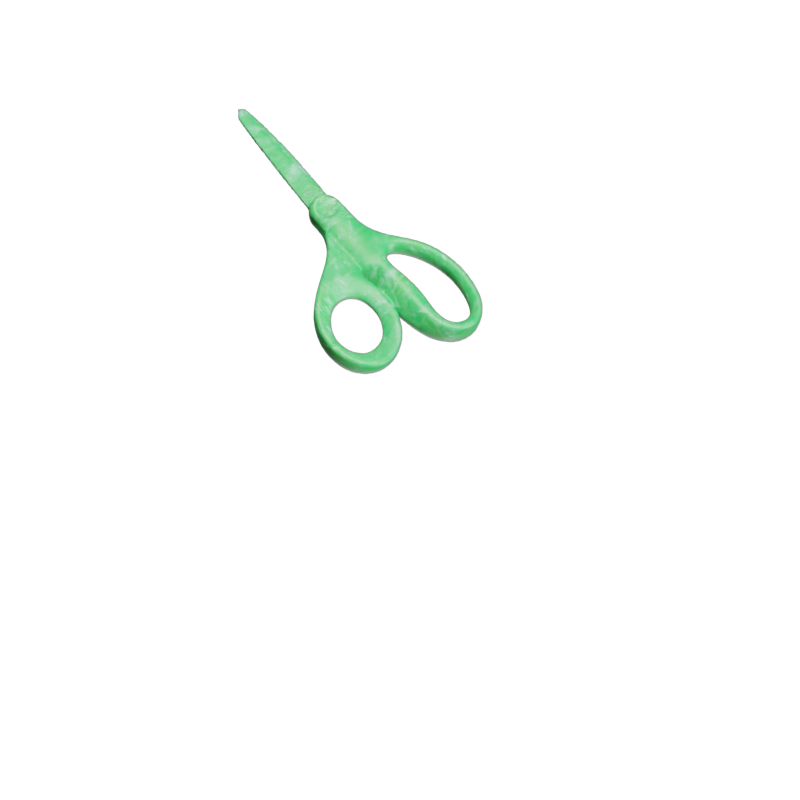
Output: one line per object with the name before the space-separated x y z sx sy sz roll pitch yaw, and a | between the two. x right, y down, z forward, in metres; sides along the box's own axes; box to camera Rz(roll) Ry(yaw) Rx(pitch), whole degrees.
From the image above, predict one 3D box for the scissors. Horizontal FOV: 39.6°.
scissors | -0.048 -0.087 0.611 0.213 0.098 0.015 36 -28 23
